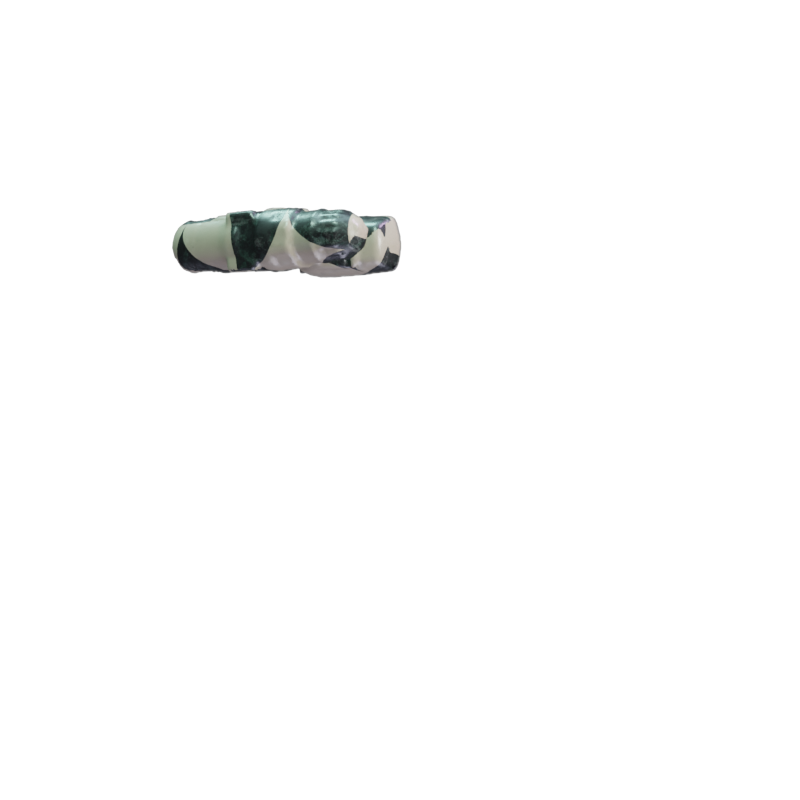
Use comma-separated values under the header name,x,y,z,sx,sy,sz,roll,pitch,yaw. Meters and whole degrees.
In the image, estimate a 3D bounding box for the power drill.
name,x,y,z,sx,sy,sz,roll,pitch,yaw
power drill,-0.076,-0.138,0.967,0.191,0.057,0.181,2,4,31
